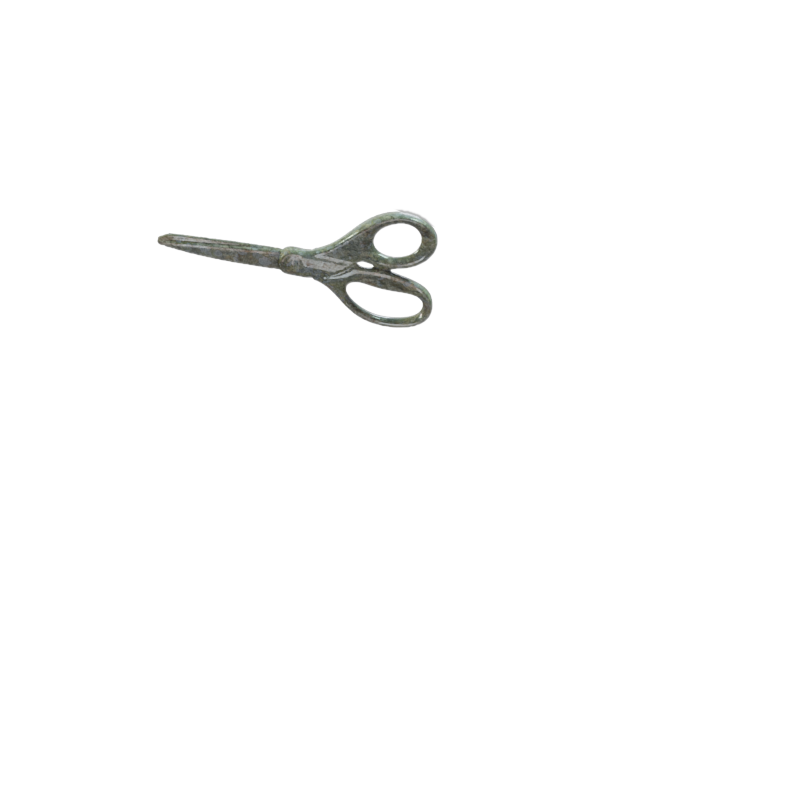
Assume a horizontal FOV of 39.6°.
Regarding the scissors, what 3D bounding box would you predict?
[{"bbox_3d":[-0.062,-0.112,0.787,0.197,0.093,0.017,23,22,-10],"label":"scissors"}]
